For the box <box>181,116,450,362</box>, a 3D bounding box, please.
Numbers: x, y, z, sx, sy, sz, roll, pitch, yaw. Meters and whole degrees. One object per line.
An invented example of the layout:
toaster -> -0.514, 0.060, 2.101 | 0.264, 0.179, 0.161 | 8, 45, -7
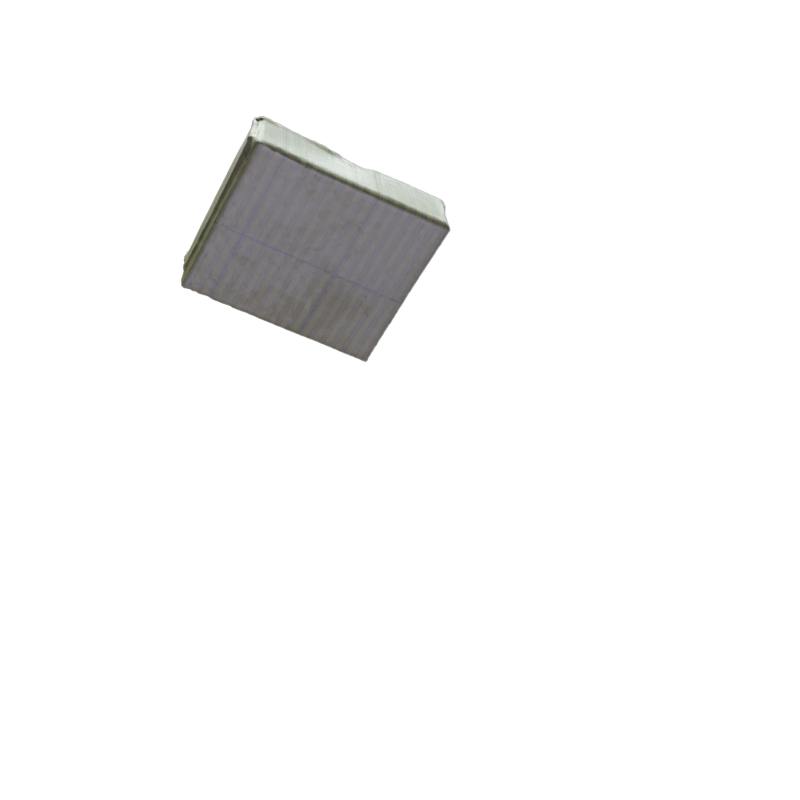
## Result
box -> -0.036, -0.065, 0.458 | 0.087, 0.071, 0.032 | 24, 28, -14
